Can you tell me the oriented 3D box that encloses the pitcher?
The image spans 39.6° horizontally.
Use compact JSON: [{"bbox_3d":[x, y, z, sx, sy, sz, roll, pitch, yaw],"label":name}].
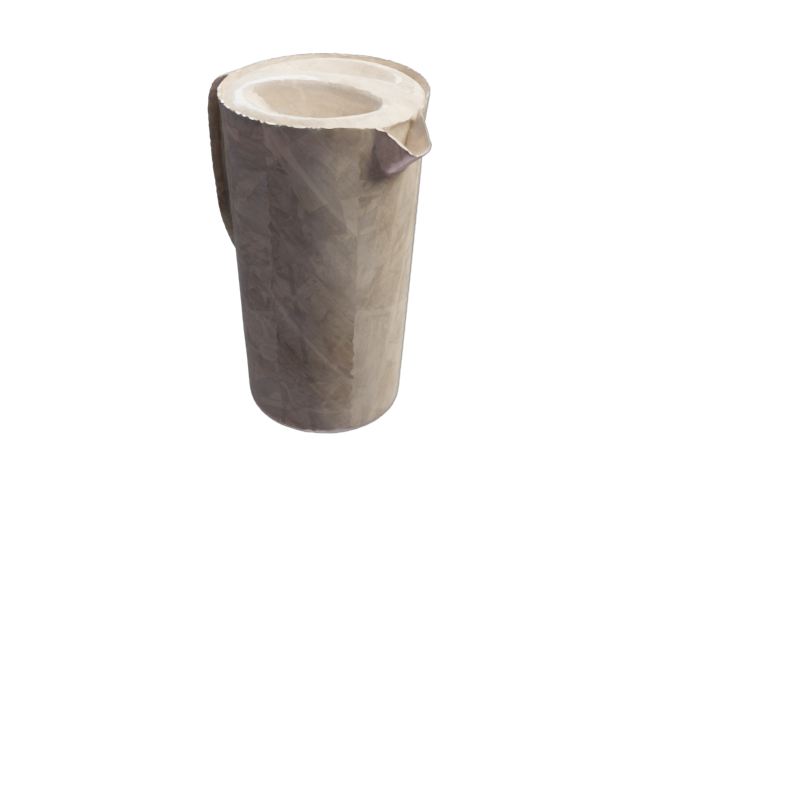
[{"bbox_3d":[-0.059,-0.107,0.753,0.144,0.228,0.159,0,32,-3],"label":"pitcher"}]
